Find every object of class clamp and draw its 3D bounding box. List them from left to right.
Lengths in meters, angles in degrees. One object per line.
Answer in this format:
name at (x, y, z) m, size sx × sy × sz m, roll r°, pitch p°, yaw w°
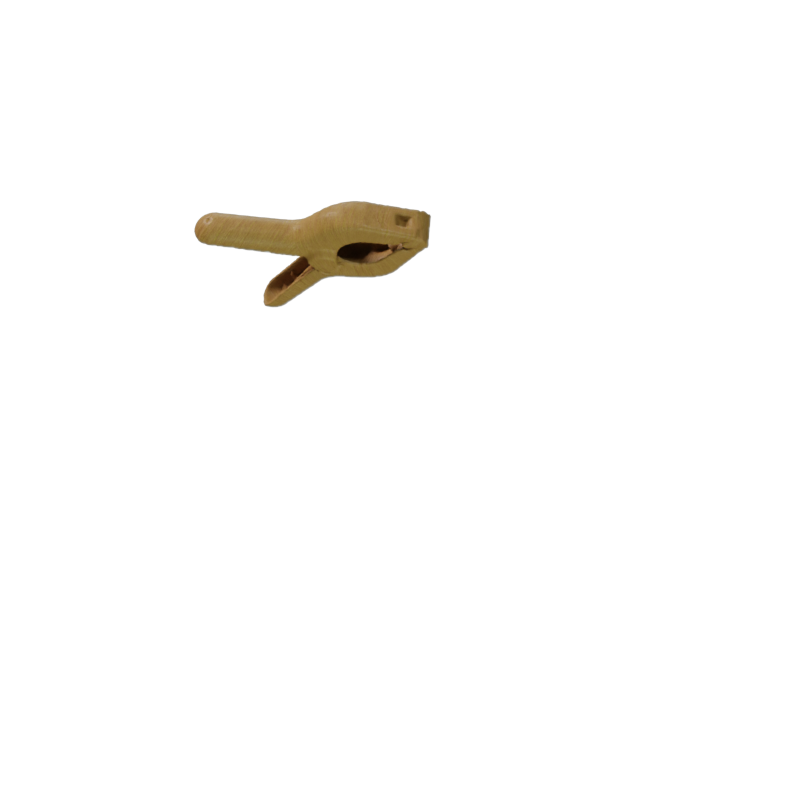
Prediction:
clamp at (-0.065, -0.118, 0.825) m, size 0.174 × 0.041 × 0.112 m, roll -14°, pitch -26°, yaw 30°
